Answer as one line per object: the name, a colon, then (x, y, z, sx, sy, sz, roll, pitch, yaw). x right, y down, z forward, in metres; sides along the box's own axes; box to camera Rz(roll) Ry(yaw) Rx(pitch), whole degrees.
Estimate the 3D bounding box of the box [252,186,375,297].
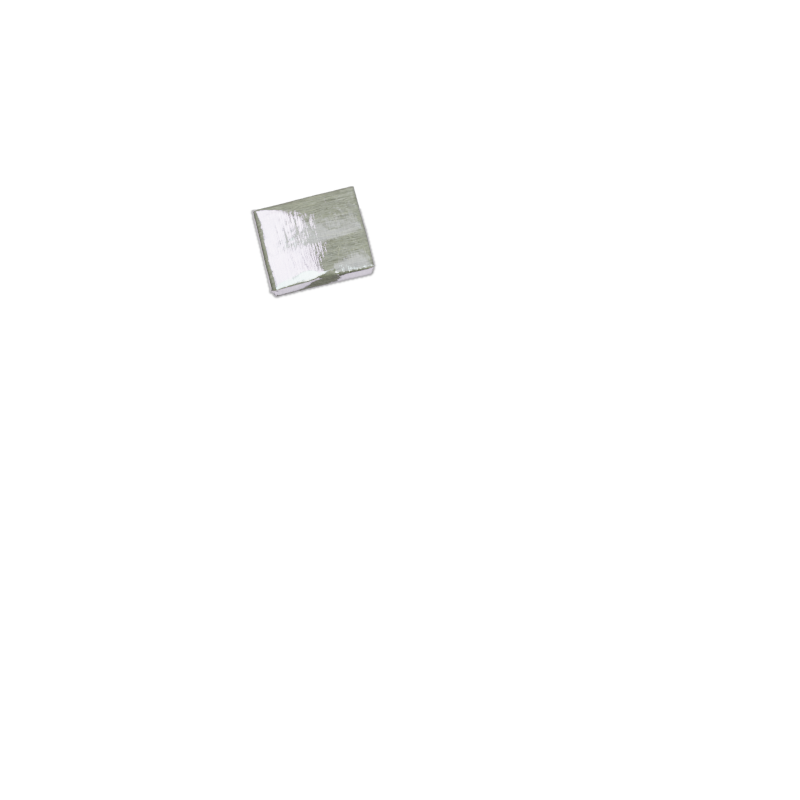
box: (-0.073, -0.133, 0.929, 0.089, 0.076, 0.029, -14, -14, -4)
